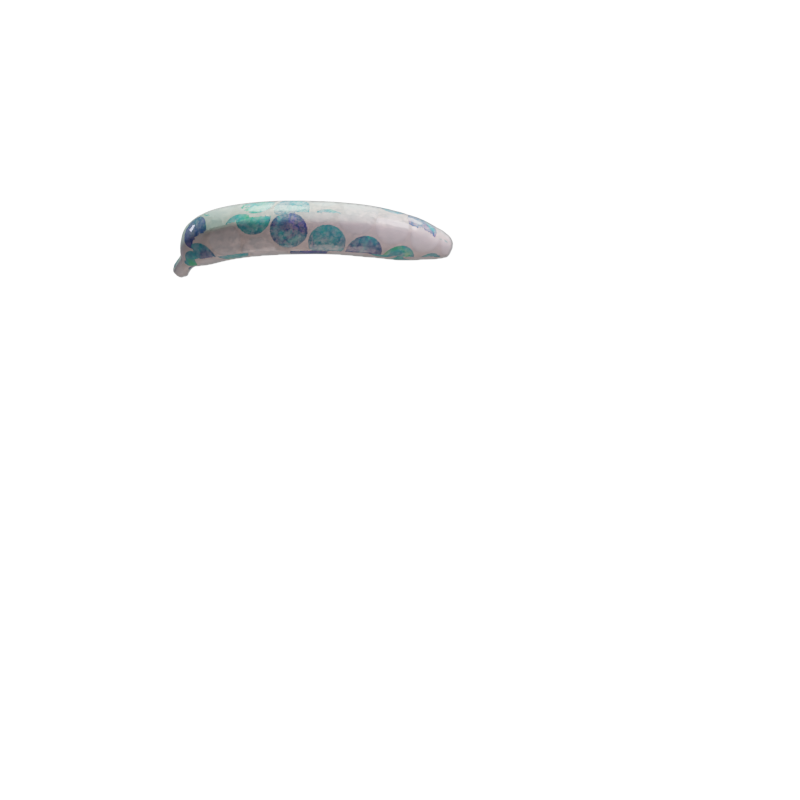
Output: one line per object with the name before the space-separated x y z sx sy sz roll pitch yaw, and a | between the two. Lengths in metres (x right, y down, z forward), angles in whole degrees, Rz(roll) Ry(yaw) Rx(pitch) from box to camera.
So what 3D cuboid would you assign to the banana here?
banana | -0.065 -0.112 0.748 0.200 0.038 0.067 -1 -10 9
